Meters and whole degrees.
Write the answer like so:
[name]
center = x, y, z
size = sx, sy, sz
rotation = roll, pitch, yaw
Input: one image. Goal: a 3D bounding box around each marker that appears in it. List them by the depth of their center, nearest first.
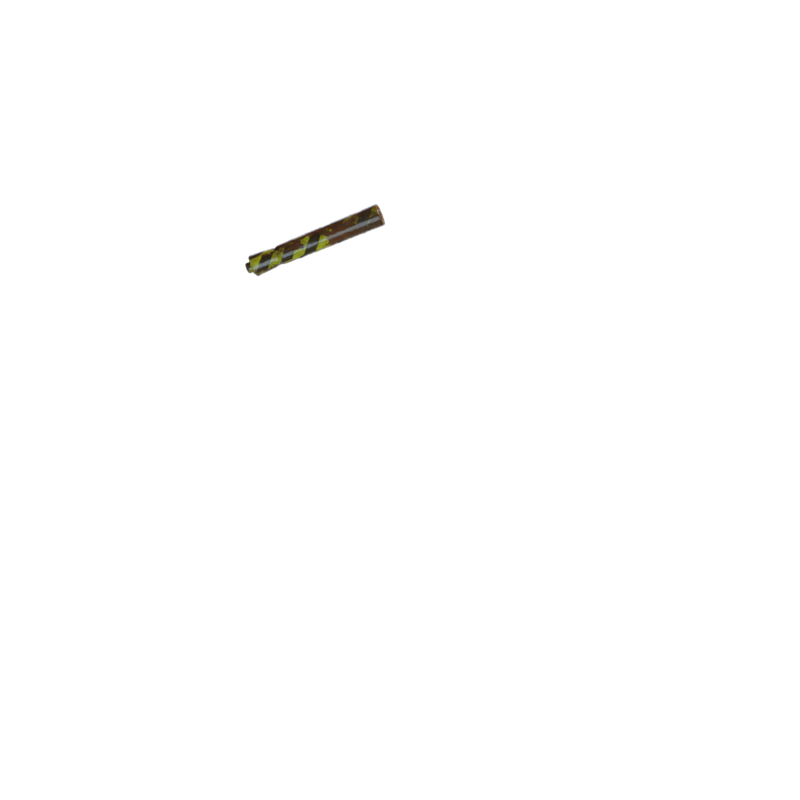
[marker]
center = -0.071, -0.130, 0.913
size = 0.121, 0.020, 0.020
rotation = -20, 0, 11
